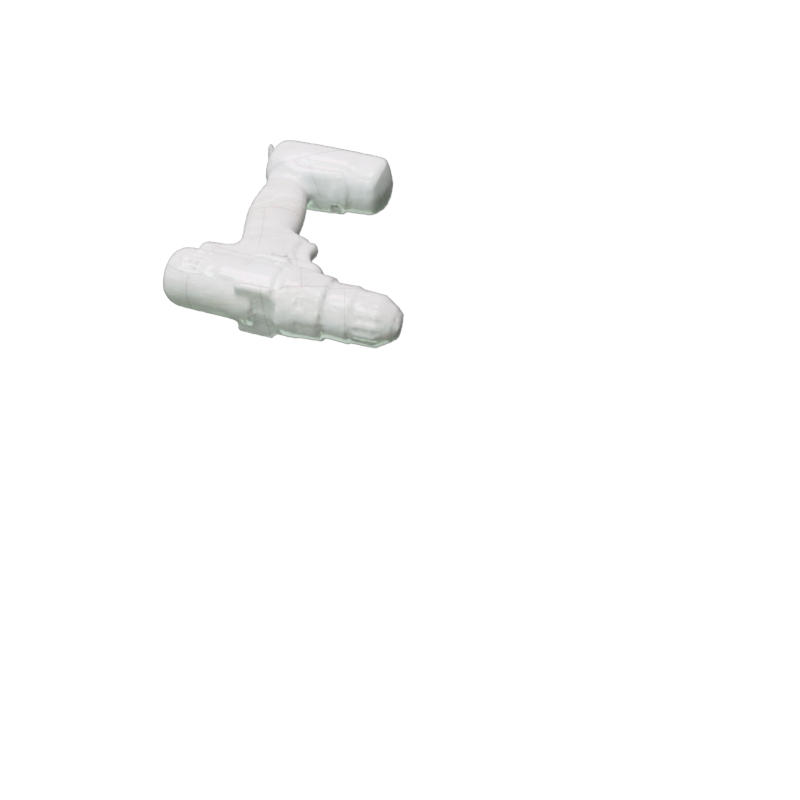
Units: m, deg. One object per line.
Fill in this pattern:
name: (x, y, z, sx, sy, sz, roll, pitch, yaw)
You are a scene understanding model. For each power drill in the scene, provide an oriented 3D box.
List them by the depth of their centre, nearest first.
power drill: (-0.067, -0.123, 0.862, 0.189, 0.053, 0.196, 13, 45, 13)
